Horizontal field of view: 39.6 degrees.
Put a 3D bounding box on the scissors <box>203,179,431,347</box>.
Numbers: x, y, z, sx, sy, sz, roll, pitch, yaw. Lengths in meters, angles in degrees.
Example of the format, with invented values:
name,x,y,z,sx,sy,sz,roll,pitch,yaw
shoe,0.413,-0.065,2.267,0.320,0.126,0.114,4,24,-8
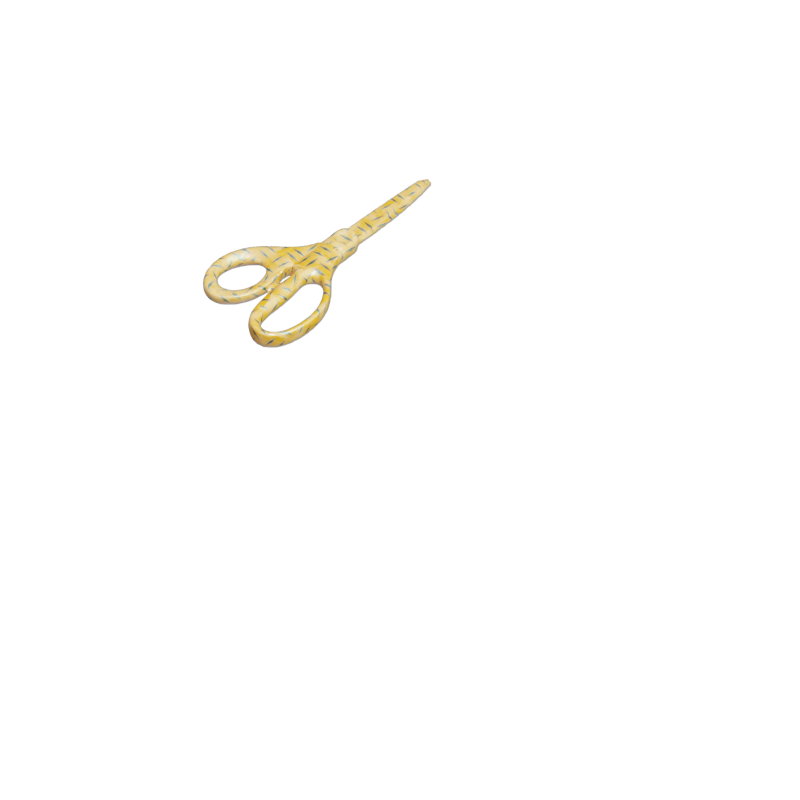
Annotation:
name,x,y,z,sx,sy,sz,roll,pitch,yaw
scissors,-0.060,-0.110,0.769,0.100,0.015,0.209,17,47,16
